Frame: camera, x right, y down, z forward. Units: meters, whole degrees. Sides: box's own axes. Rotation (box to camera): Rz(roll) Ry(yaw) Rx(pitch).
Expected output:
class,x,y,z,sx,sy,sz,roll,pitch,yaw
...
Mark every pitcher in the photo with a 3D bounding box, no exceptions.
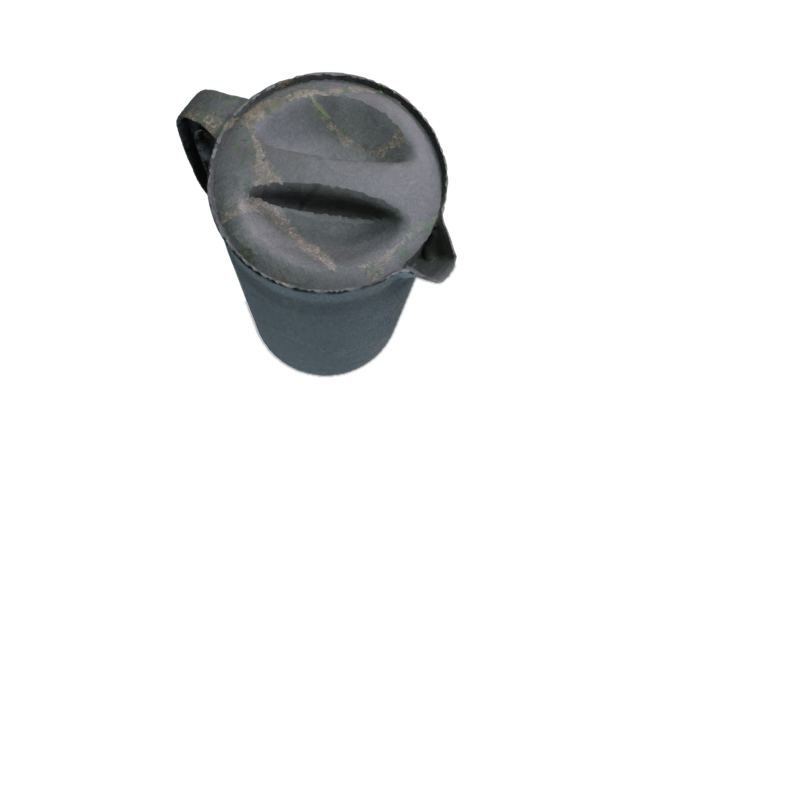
class,x,y,z,sx,sy,sz,roll,pitch,yaw
pitcher,-0.056,-0.102,0.716,0.144,0.156,0.233,-10,-15,-6
